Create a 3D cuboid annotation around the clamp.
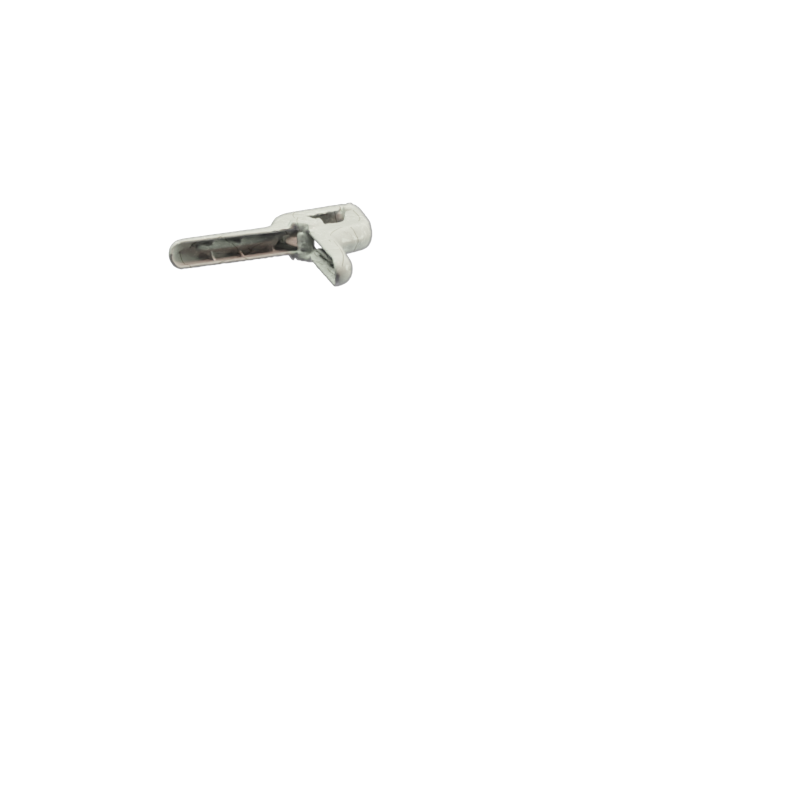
[{"bbox_3d":[-0.076,-0.138,0.969,0.172,0.035,0.209,12,24,28],"label":"clamp"}]
